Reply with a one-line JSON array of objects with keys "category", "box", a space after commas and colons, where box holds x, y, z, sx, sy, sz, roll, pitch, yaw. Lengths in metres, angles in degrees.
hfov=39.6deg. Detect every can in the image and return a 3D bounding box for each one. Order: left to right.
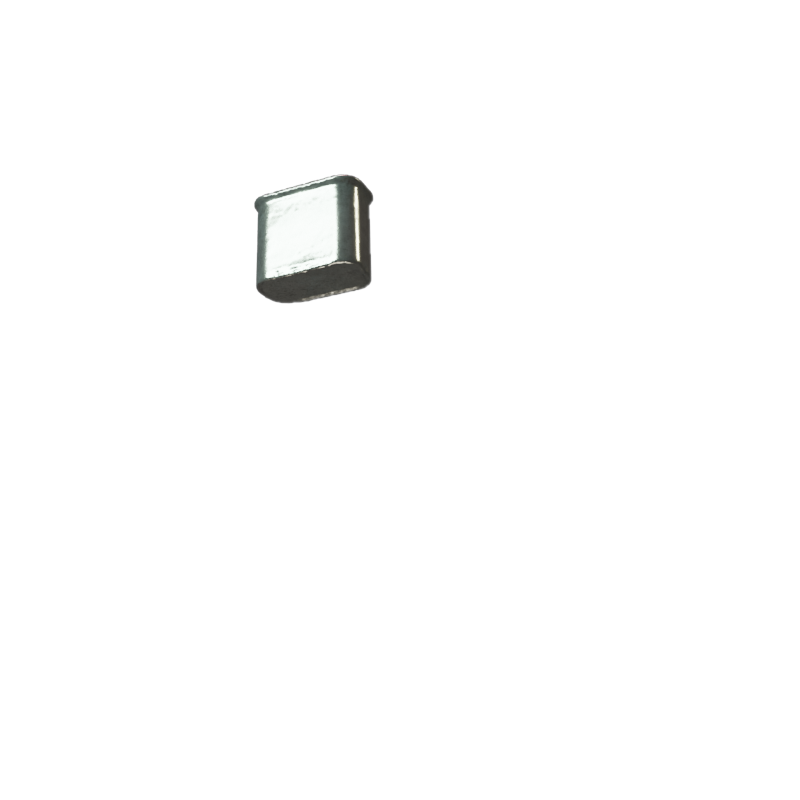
[{"category": "can", "box": [-0.074, -0.135, 0.942, 0.103, 0.089, 0.053, -12, -29, 22]}]
